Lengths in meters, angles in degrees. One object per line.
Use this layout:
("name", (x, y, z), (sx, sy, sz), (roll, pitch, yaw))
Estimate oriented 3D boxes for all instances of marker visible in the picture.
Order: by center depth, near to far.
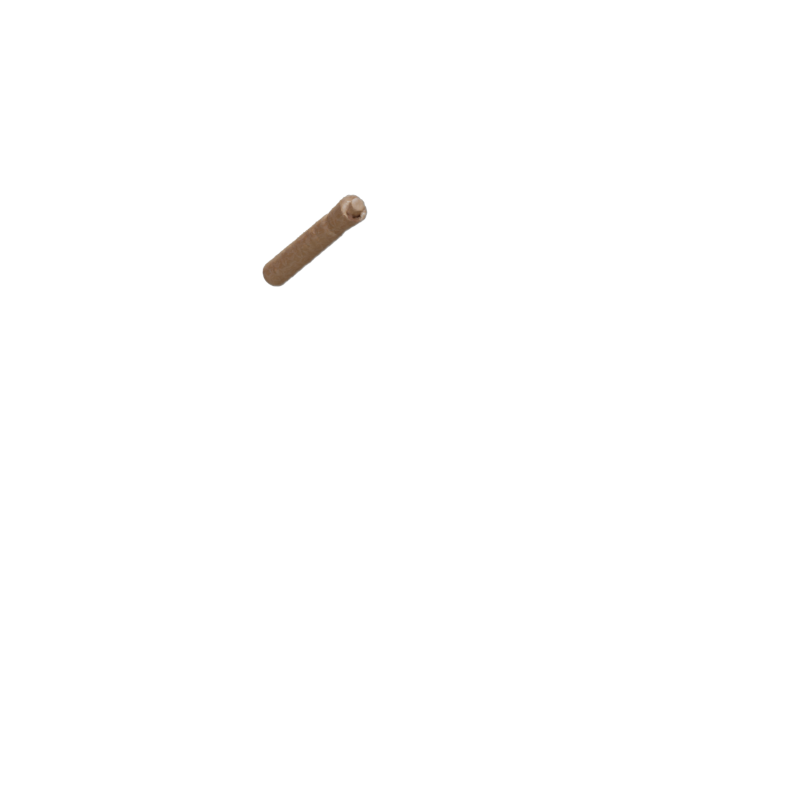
("marker", (-0.056, -0.103, 0.719), (0.019, 0.021, 0.120), (-2, -14, -32))
